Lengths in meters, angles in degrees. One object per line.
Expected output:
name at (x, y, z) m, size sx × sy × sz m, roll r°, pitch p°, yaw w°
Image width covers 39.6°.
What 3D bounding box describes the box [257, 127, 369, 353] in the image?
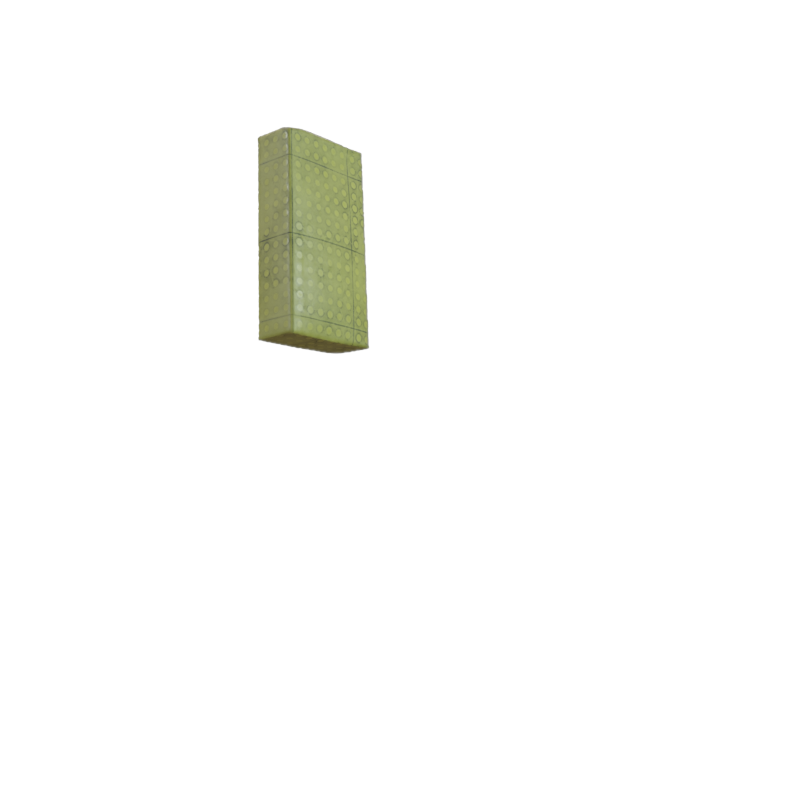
box at (-0.072, -0.131, 0.919) m, size 0.049 × 0.183 × 0.088 m, roll -15°, pitch -20°, yaw 40°
